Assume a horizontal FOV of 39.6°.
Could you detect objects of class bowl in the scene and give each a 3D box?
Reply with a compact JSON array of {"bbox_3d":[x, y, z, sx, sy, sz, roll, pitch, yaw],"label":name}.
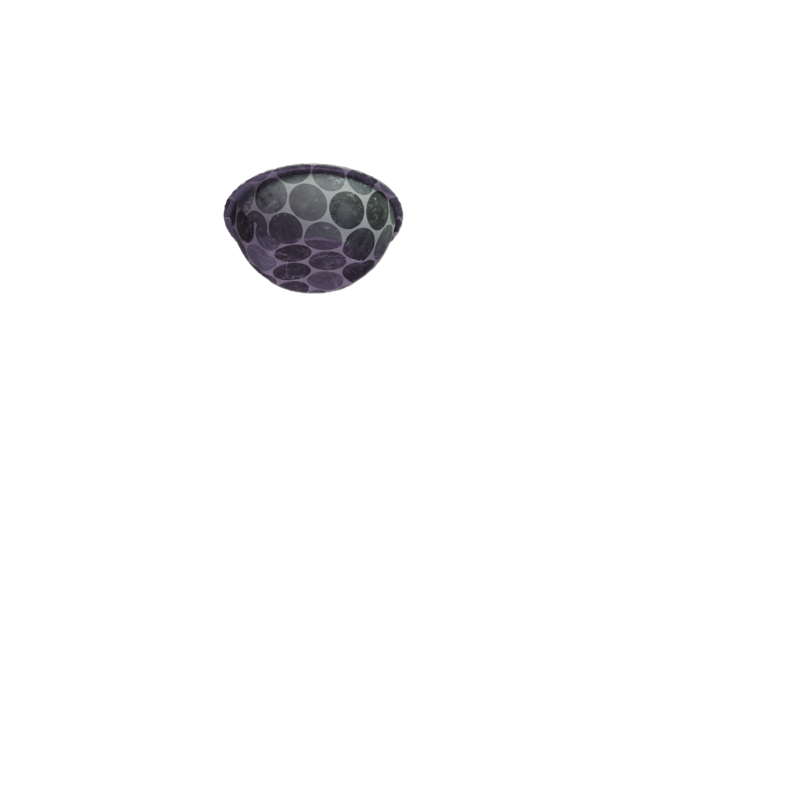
[{"bbox_3d":[-0.077,-0.140,0.980,0.162,0.059,0.152,1,-28,-2],"label":"bowl"}]
